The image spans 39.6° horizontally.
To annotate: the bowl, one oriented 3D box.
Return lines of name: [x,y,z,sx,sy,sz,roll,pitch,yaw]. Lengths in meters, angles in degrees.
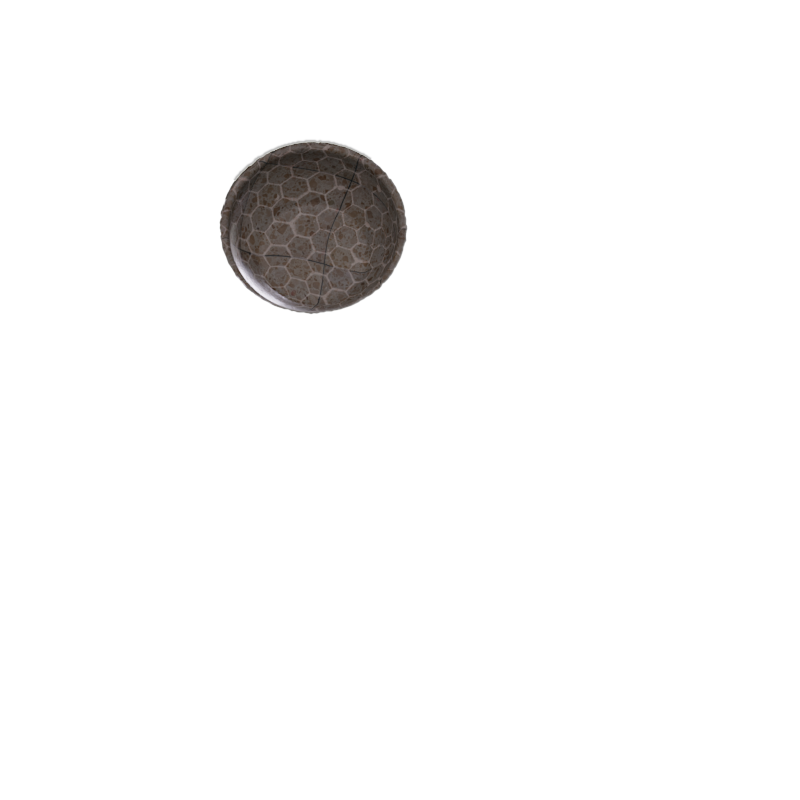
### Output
bowl: [-0.073,-0.134,0.935,0.162,0.154,0.058,1,26,-1]
